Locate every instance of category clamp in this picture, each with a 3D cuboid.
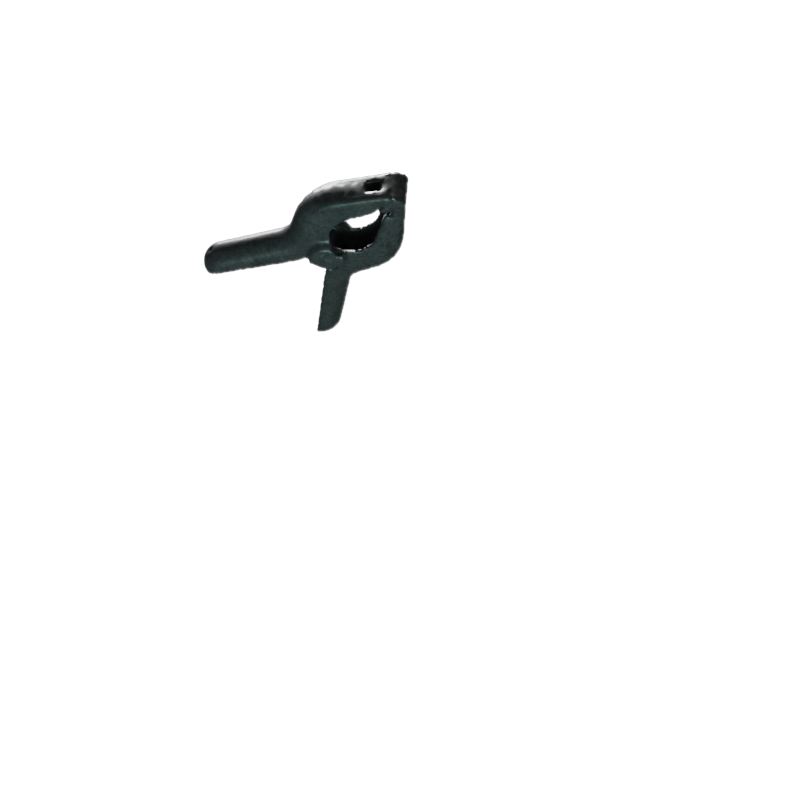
[{"bbox_3d":[-0.063,-0.115,0.804,0.115,0.042,0.167,19,-40,-25],"label":"clamp"}]
